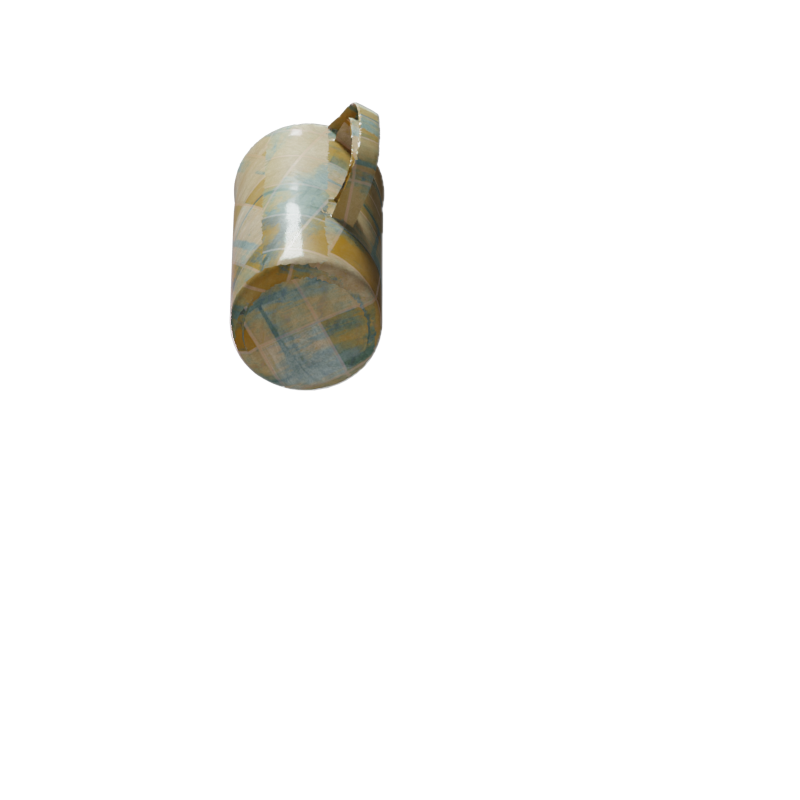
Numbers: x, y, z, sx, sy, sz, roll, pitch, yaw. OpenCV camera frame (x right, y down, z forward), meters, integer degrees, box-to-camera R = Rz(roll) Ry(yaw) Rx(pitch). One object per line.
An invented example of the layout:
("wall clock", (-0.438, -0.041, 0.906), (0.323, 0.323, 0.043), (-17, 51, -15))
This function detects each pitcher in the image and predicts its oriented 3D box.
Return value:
("pitcher", (-0.068, -0.125, 0.873), (0.145, 0.140, 0.258), (-14, 31, 5))
